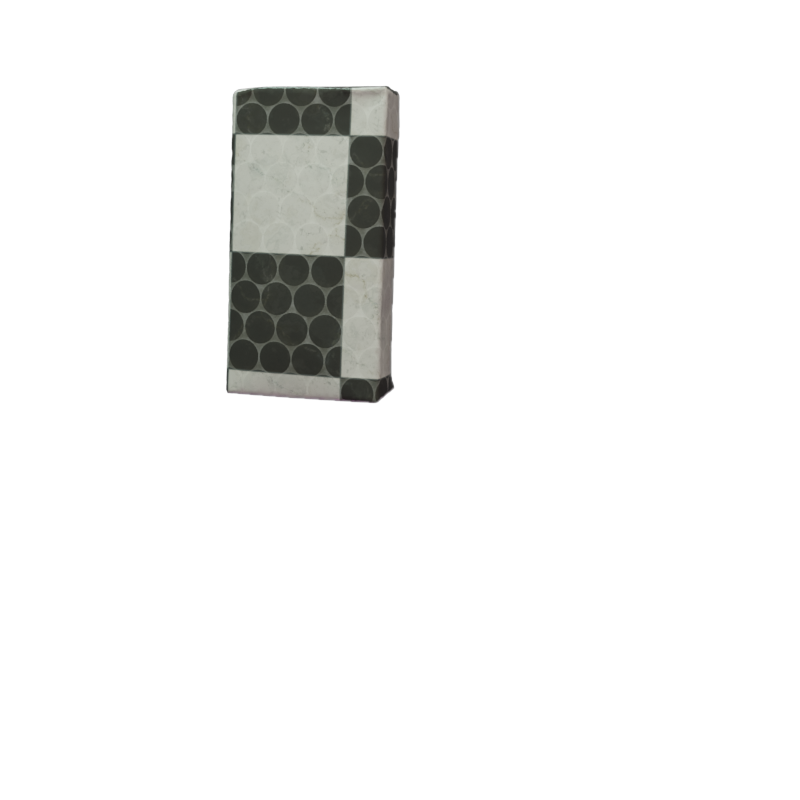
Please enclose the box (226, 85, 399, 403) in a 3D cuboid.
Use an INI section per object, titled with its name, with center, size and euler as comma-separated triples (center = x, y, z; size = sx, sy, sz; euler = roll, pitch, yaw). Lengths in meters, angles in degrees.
[box]
center = -0.050, -0.091, 0.638
size = 0.095, 0.175, 0.047
euler = 2, 4, 14
